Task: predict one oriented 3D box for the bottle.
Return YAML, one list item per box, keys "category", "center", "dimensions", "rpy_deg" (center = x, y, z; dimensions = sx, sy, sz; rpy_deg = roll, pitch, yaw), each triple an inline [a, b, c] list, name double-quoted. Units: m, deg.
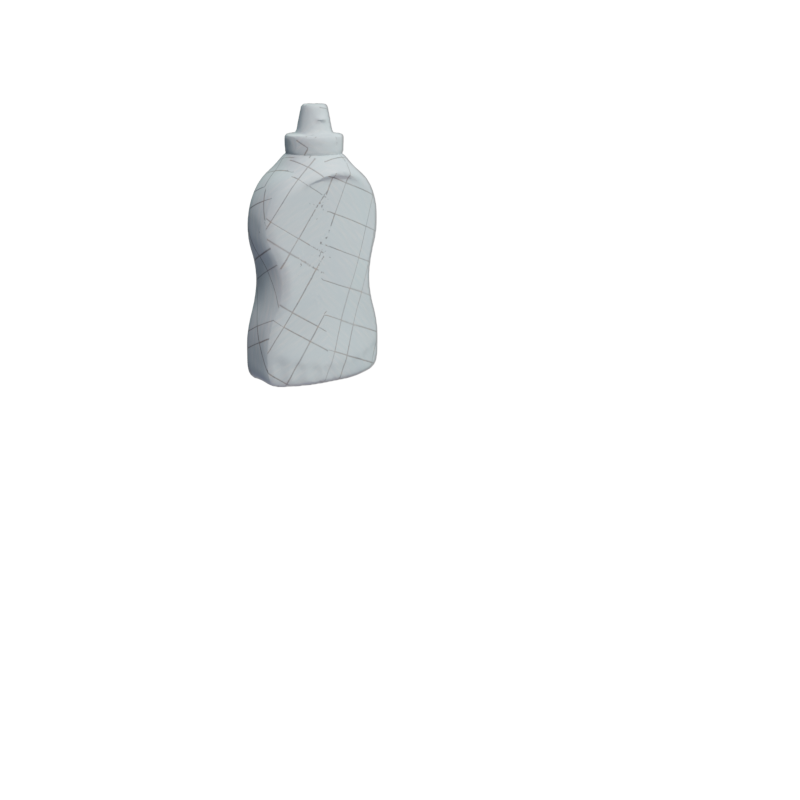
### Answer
- category: "bottle"
  center: [-0.060, -0.111, 0.775]
  dimensions: [0.093, 0.187, 0.061]
  rpy_deg: [-7, 13, -34]
